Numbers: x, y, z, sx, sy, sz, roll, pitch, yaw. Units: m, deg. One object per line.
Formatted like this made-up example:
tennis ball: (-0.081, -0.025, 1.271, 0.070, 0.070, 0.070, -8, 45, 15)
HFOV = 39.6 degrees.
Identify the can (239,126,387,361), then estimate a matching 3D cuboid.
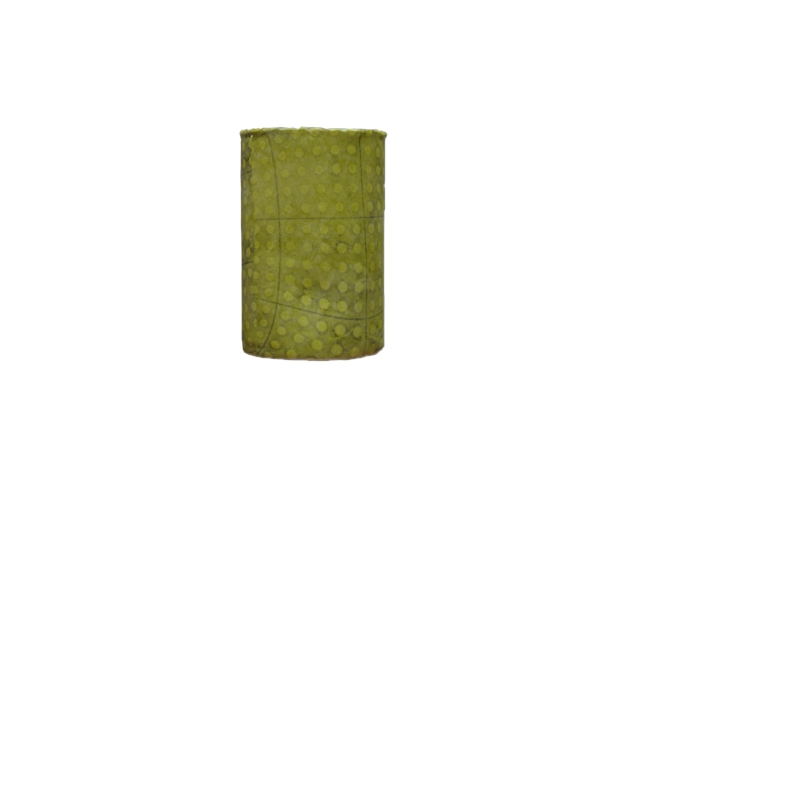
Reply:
can: (-0.040, -0.073, 0.512, 0.068, 0.101, 0.069, 0, 5, -2)
